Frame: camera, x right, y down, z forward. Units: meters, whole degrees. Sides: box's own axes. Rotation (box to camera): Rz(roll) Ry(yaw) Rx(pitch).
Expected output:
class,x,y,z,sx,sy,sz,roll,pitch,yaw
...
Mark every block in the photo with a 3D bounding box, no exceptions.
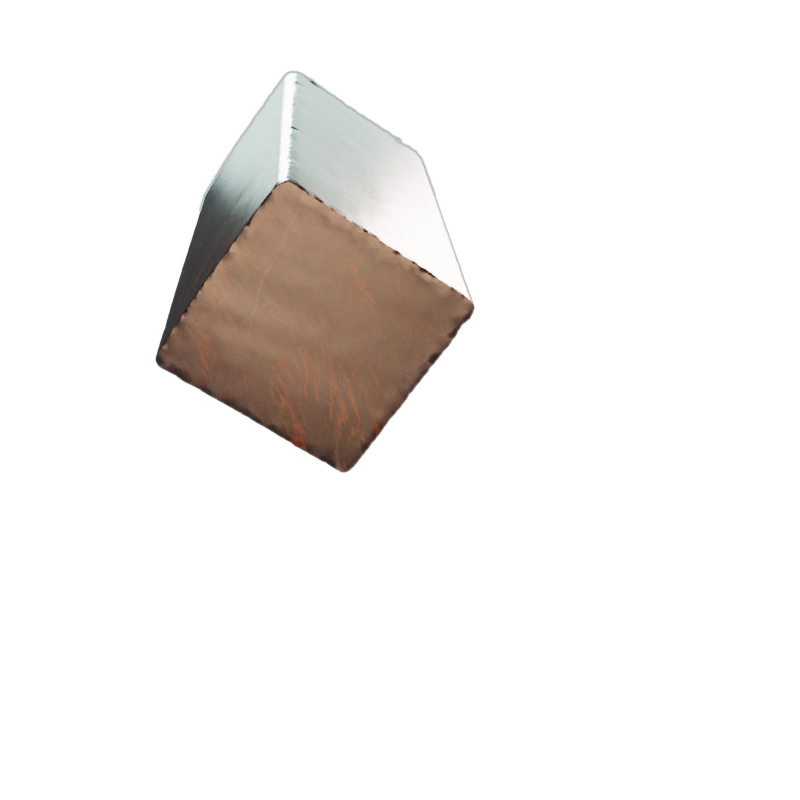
class,x,y,z,sx,sy,sz,roll,pitch,yaw
block,-0.040,-0.073,0.509,0.088,0.088,0.217,32,19,-17
